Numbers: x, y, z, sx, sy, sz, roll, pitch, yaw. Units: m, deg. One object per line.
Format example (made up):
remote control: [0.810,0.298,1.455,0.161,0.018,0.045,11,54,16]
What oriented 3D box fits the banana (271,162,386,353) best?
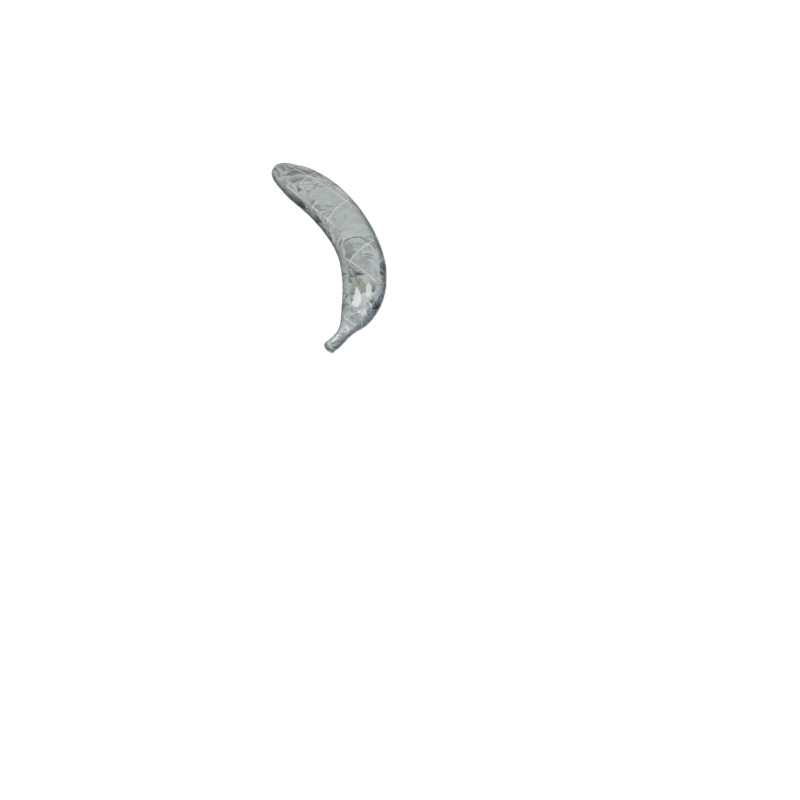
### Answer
banana: [-0.055,-0.134,0.937,0.069,0.213,0.034,-13,-34,-9]
